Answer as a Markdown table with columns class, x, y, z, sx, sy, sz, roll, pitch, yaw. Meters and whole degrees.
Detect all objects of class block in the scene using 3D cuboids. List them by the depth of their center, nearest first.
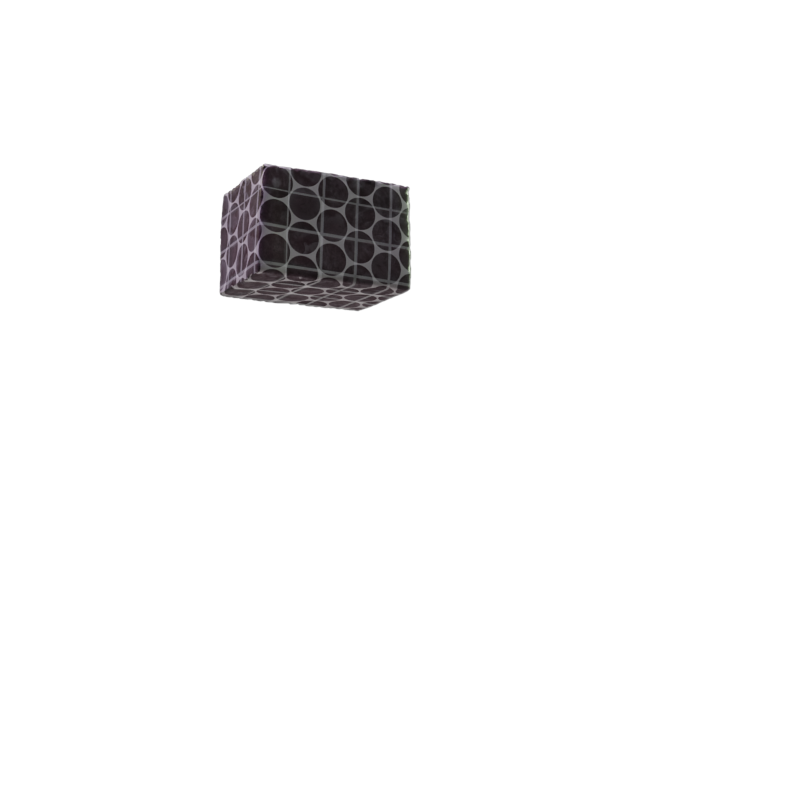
| class | x | y | z | sx | sy | sz | roll | pitch | yaw |
| --- | --- | --- | --- | --- | --- | --- | --- | --- | --- |
| block | -0.041 | -0.075 | 0.522 | 0.075 | 0.053 | 0.053 | 5 | -13 | -27 |
